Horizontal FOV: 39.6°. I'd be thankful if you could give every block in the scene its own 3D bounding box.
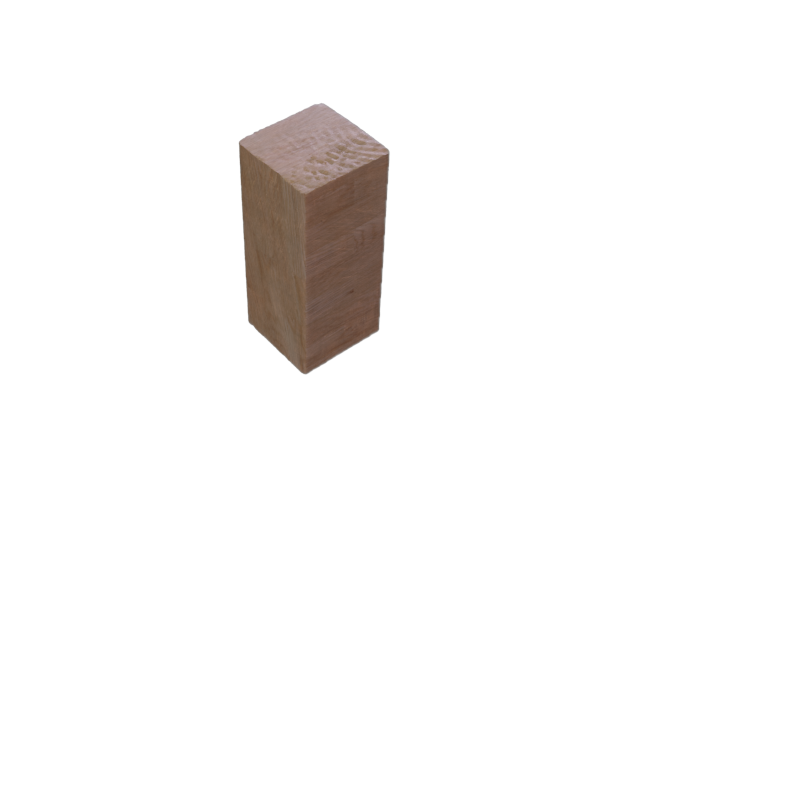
[{"bbox_3d":[-0.075,-0.136,0.950,0.091,0.192,0.097,-31,55,-28],"label":"block"}]
